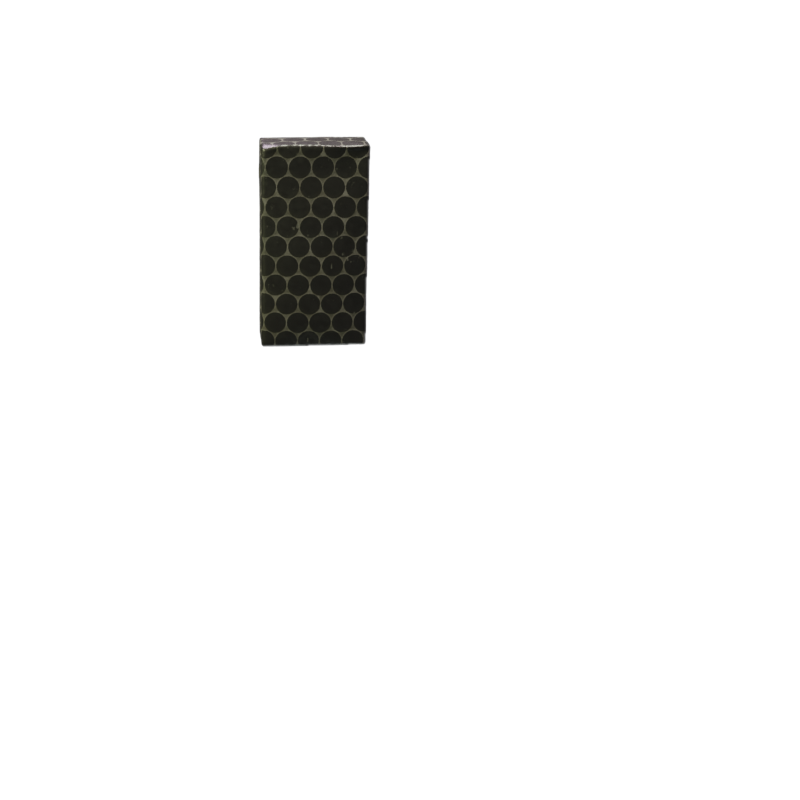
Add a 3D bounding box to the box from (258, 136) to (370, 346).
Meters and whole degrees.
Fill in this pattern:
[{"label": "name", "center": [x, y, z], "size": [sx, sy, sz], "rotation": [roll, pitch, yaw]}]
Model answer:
[{"label": "box", "center": [-0.074, -0.135, 0.948], "size": [0.093, 0.169, 0.050], "rotation": [-1, 19, -7]}]
